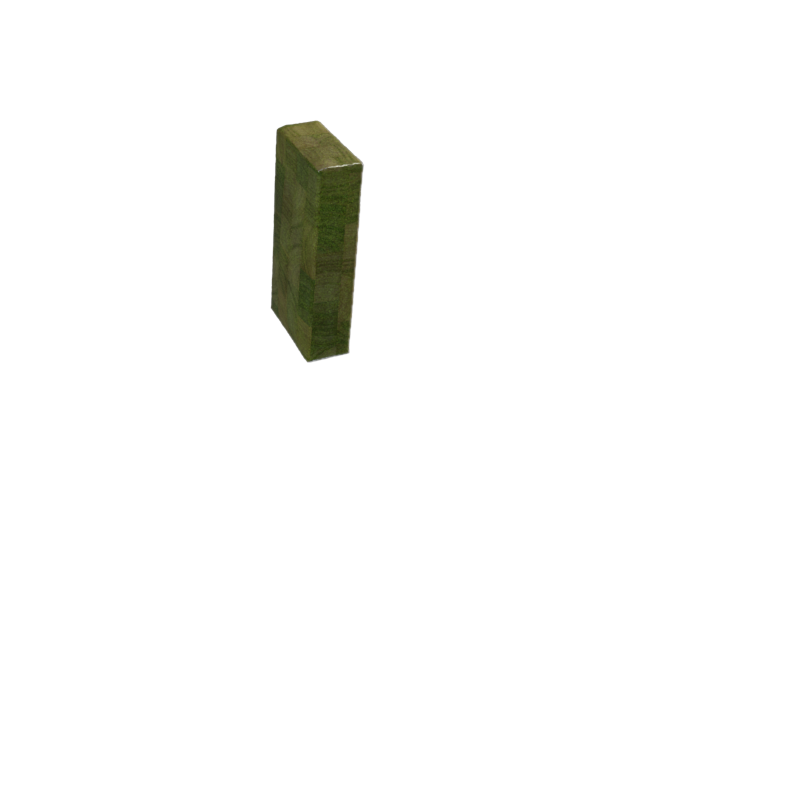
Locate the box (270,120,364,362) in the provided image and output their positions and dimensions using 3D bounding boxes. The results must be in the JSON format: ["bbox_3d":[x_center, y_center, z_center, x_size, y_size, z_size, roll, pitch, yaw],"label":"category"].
[{"bbox_3d":[-0.071,-0.130,0.907,0.047,0.166,0.101,-12,35,-22],"label":"box"}]
